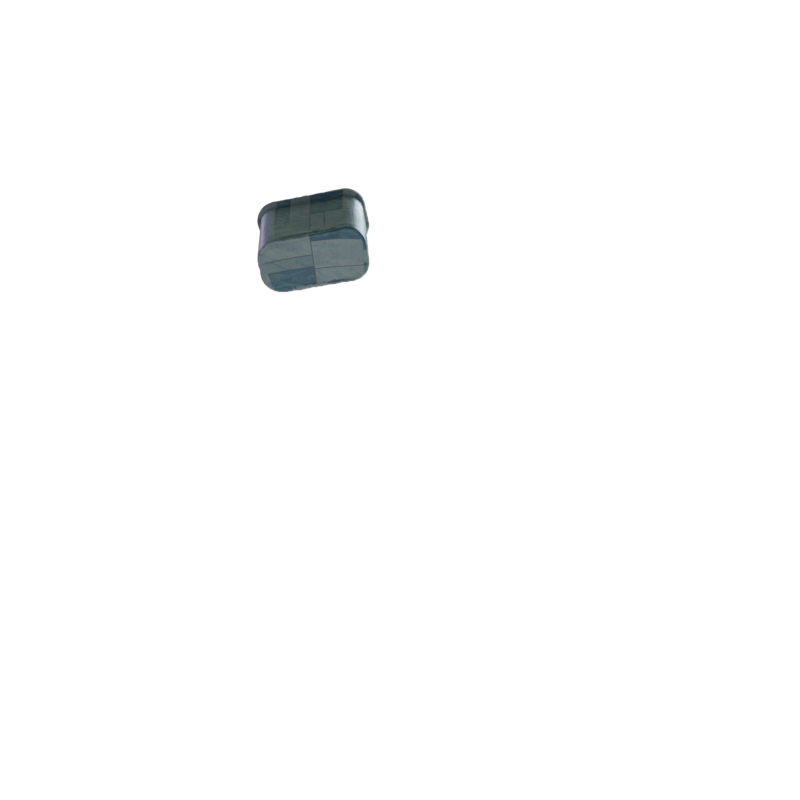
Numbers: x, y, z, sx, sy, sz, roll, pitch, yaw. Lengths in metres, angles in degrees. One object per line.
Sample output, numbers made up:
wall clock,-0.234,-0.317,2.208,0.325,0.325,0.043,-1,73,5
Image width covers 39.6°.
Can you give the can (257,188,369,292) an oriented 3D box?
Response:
can,-0.078,-0.142,0.998,0.102,0.054,0.089,-10,31,4
